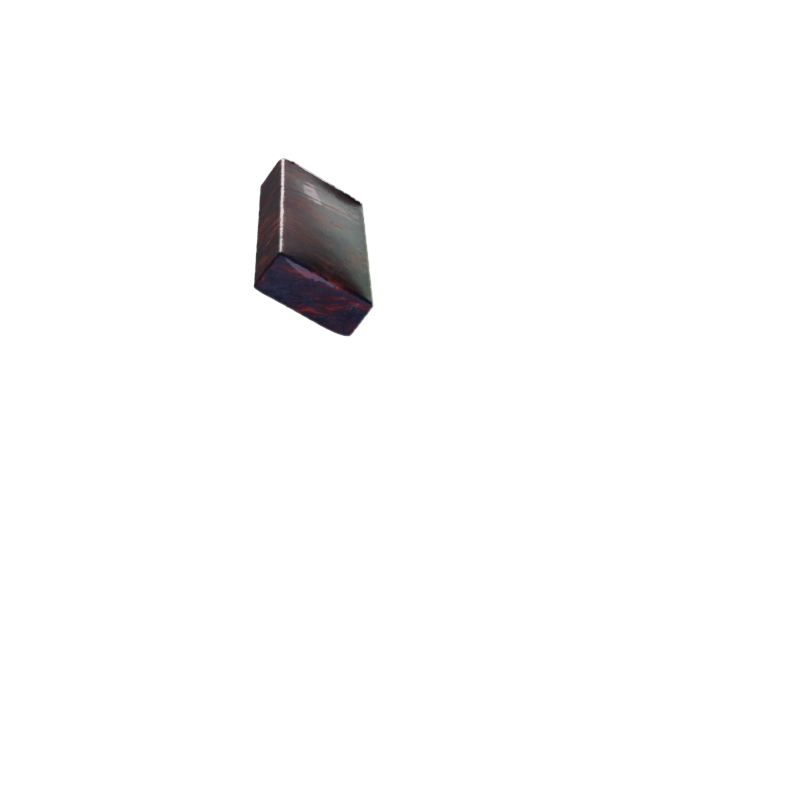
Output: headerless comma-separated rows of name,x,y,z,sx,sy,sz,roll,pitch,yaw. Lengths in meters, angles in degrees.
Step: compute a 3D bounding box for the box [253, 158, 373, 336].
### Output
box,-0.074,-0.136,0.949,0.089,0.047,0.189,27,31,-22
